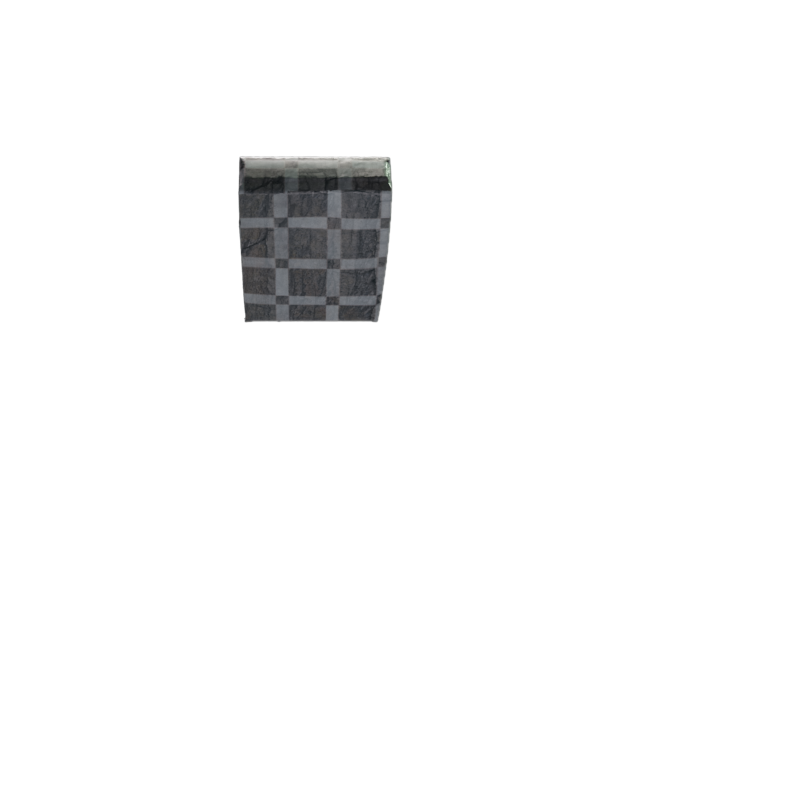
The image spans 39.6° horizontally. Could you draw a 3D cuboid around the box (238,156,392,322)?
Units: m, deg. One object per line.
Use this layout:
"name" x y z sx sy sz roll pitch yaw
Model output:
"box" -0.053 -0.096 0.676 0.090 0.042 0.106 2 -45 -3
